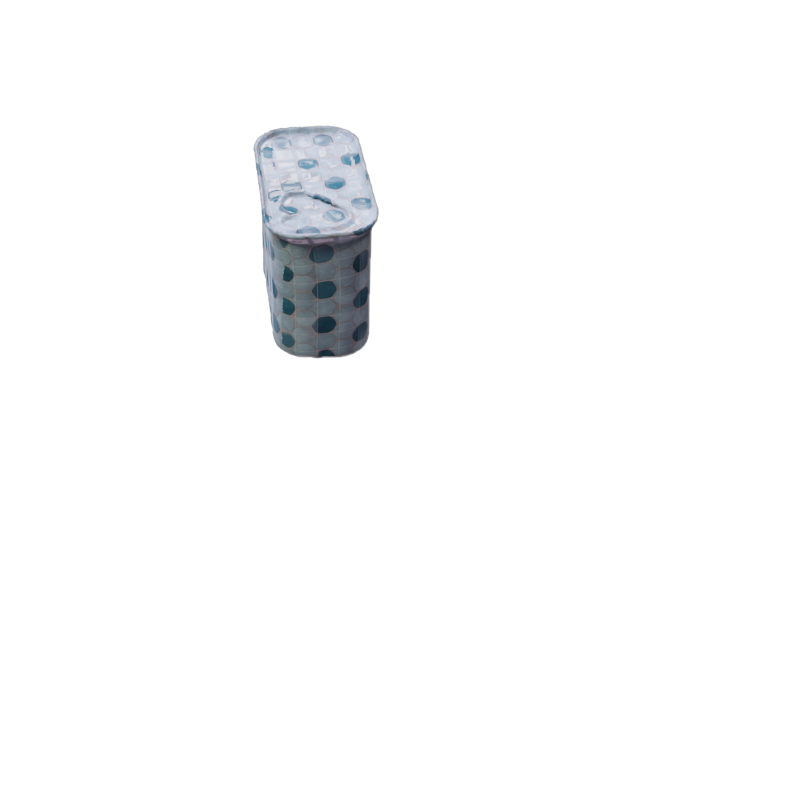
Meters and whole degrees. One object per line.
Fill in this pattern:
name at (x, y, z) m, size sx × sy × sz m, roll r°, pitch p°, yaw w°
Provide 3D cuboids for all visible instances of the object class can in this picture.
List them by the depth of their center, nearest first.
can at (-0.046, -0.084, 0.592) m, size 0.057 × 0.078 × 0.110 m, roll -4°, pitch 41°, yaw -8°
